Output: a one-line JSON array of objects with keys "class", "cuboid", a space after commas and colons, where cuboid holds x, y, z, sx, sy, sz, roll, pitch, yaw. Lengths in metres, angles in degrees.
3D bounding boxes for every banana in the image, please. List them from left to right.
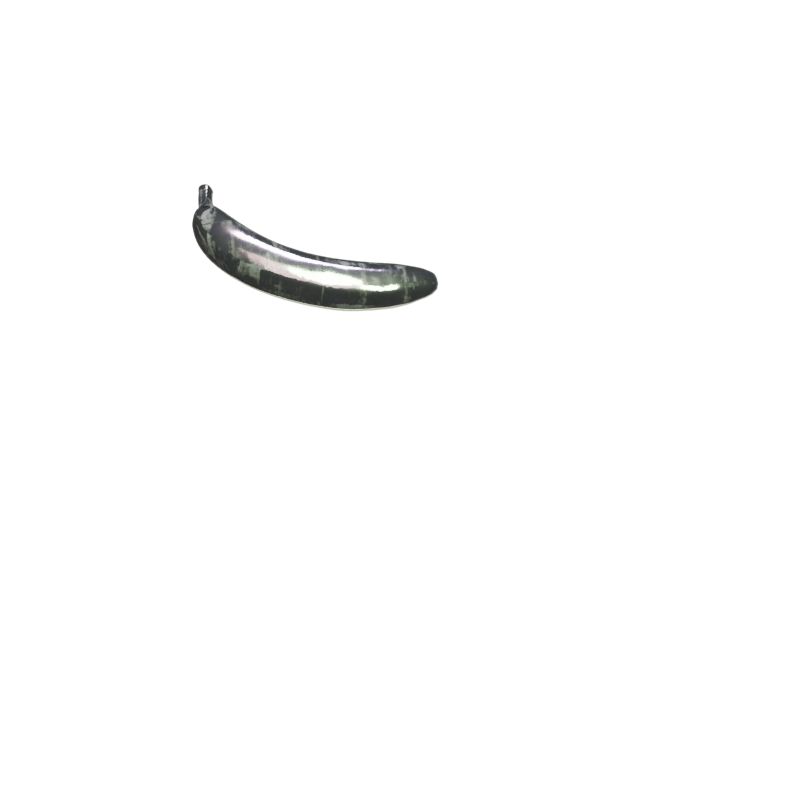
[{"class": "banana", "cuboid": [-0.074, -0.101, 0.796, 0.204, 0.072, 0.034, 24, -27, 13]}]
